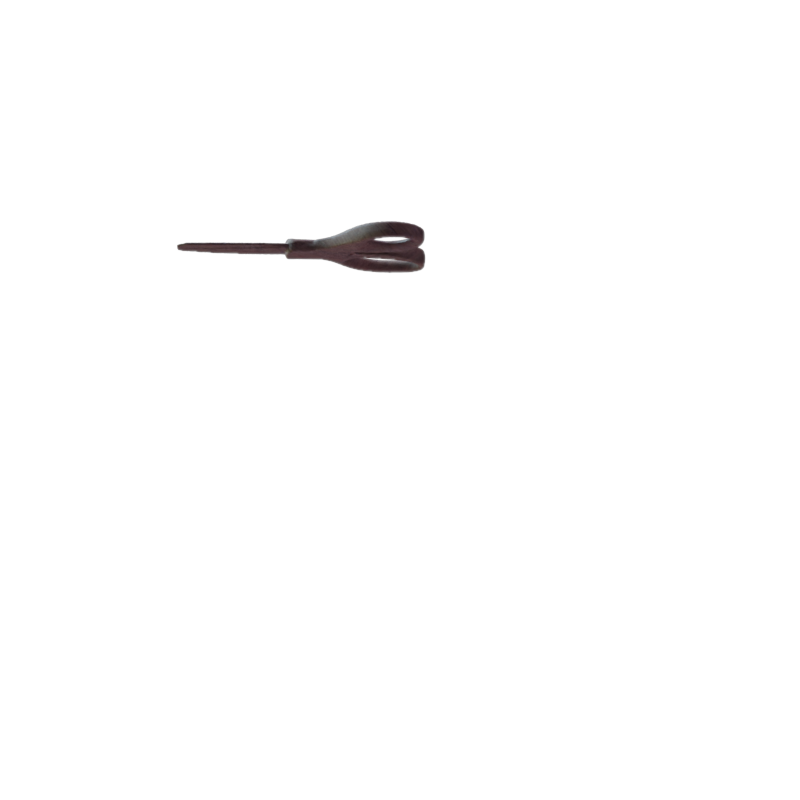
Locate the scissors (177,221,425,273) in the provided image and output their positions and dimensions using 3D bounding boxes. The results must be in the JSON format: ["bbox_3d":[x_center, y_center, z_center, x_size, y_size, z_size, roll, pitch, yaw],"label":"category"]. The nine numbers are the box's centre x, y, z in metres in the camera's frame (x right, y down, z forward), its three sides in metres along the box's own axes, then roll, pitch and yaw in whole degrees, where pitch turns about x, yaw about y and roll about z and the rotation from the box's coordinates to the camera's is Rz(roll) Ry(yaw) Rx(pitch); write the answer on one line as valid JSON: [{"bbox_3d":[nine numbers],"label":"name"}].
[{"bbox_3d":[-0.069,-0.126,0.881,0.196,0.016,0.095,5,-15,-18],"label":"scissors"}]
